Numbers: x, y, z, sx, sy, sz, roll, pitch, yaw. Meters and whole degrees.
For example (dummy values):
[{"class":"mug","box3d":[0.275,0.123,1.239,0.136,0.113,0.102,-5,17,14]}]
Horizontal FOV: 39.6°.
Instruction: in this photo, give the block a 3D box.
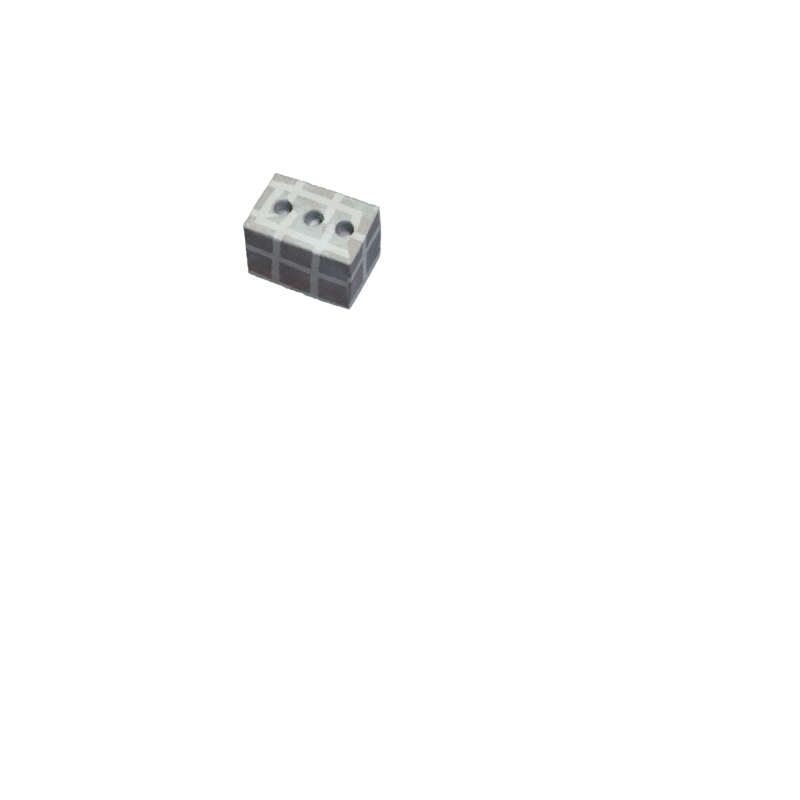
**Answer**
[{"class":"block","box3d":[-0.057,-0.104,0.731,0.080,0.055,0.048,20,-34,12]}]
